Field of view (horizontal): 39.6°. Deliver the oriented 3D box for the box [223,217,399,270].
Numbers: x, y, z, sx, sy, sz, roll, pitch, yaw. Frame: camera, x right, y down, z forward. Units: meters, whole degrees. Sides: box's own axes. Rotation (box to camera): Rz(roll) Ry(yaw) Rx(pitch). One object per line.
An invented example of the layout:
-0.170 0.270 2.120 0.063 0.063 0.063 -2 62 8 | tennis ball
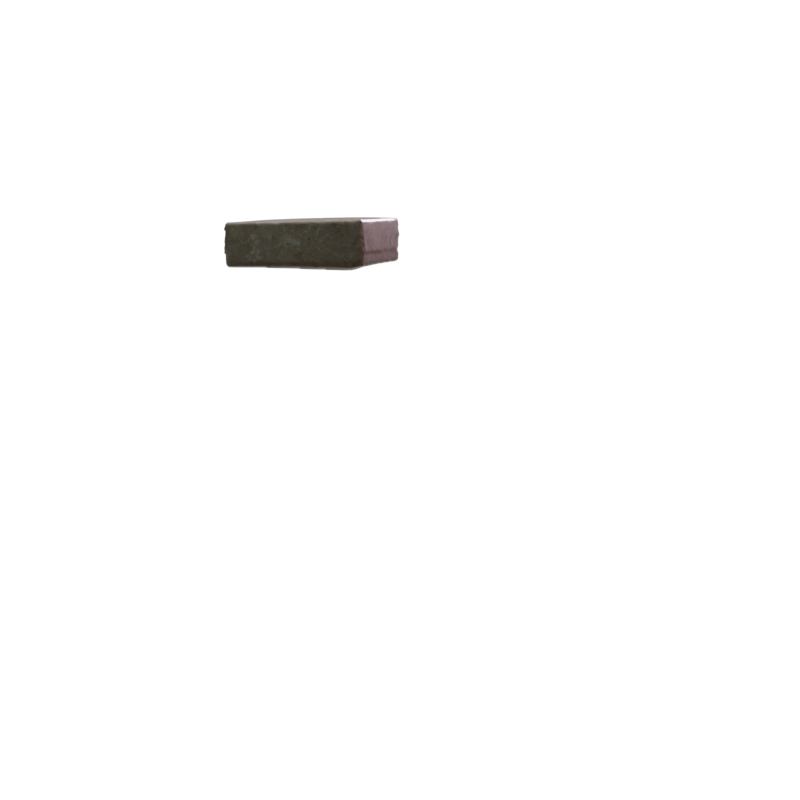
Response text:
-0.067 -0.123 0.859 0.117 0.038 0.089 4 11 19 | box
